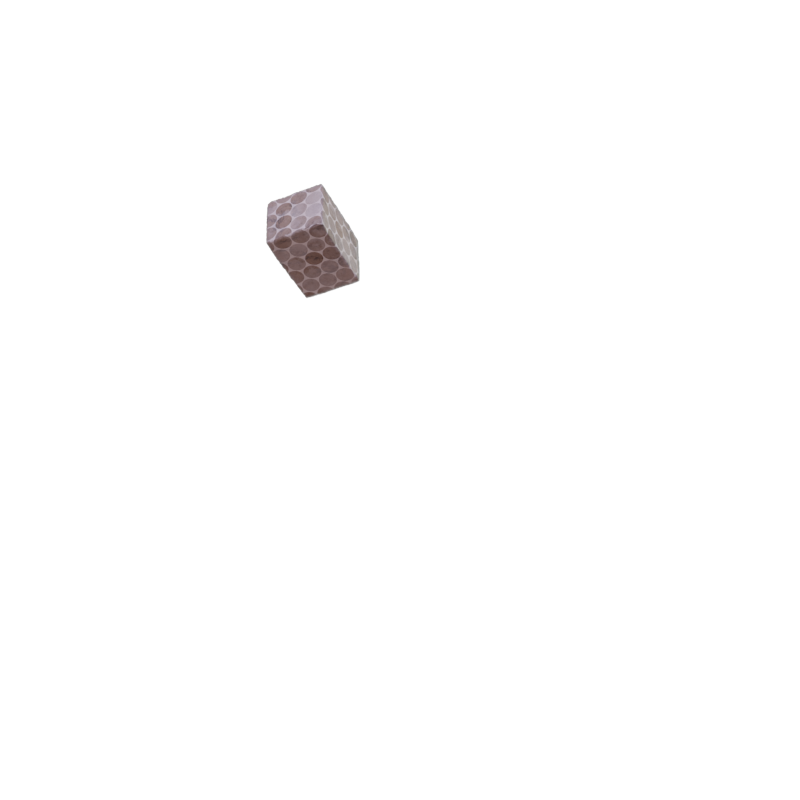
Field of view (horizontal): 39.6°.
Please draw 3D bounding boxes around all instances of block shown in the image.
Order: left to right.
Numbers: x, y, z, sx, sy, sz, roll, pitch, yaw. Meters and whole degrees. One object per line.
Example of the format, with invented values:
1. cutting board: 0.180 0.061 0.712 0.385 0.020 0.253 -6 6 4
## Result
1. block: -0.074 -0.135 0.942 0.053 0.055 0.072 -18 -44 17
